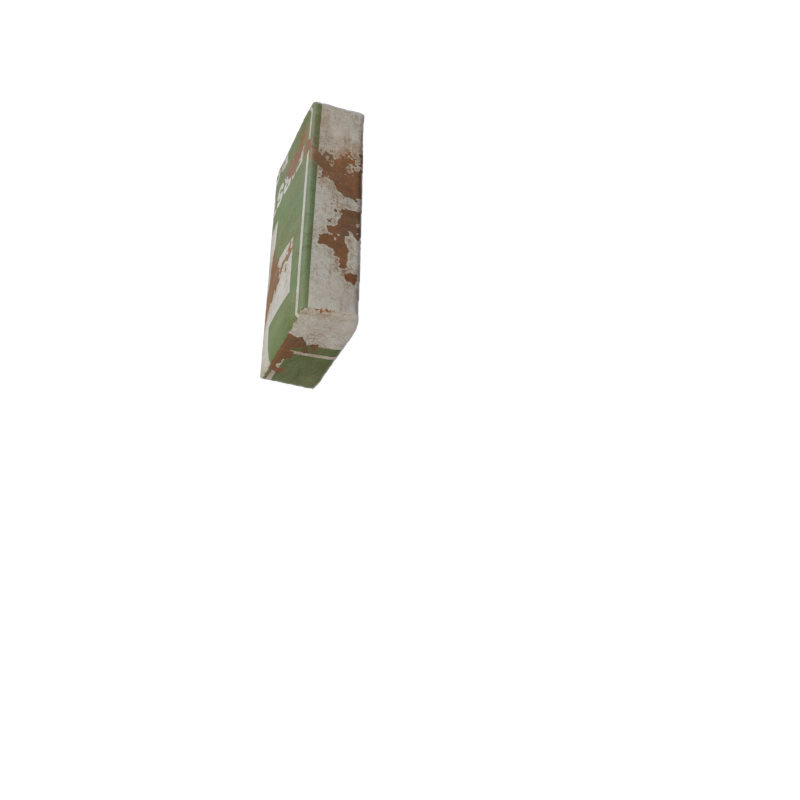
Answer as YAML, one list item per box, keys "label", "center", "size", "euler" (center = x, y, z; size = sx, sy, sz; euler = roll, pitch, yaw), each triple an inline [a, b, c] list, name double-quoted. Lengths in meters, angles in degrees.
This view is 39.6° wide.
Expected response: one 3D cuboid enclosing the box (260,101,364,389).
- label: "box"
  center: [-0.060, -0.108, 0.759]
  size: [0.047, 0.188, 0.090]
  euler: [11, -36, -20]
